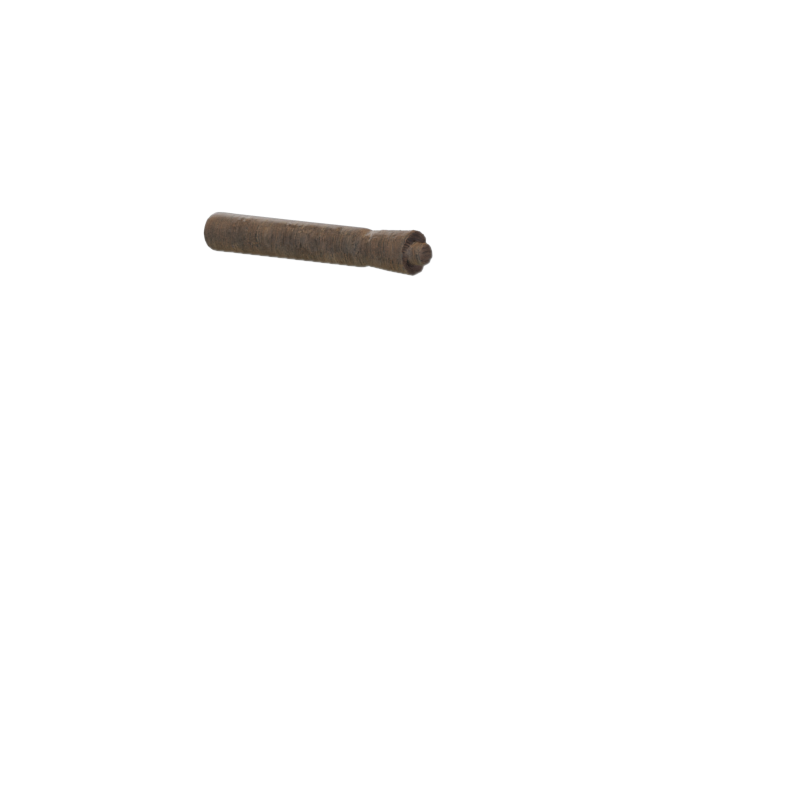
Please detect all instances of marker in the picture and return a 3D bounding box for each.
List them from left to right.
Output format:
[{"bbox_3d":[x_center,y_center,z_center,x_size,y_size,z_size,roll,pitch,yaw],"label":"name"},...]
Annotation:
[{"bbox_3d":[-0.038,-0.070,0.487,0.127,0.019,0.019,12,11,38],"label":"marker"}]
